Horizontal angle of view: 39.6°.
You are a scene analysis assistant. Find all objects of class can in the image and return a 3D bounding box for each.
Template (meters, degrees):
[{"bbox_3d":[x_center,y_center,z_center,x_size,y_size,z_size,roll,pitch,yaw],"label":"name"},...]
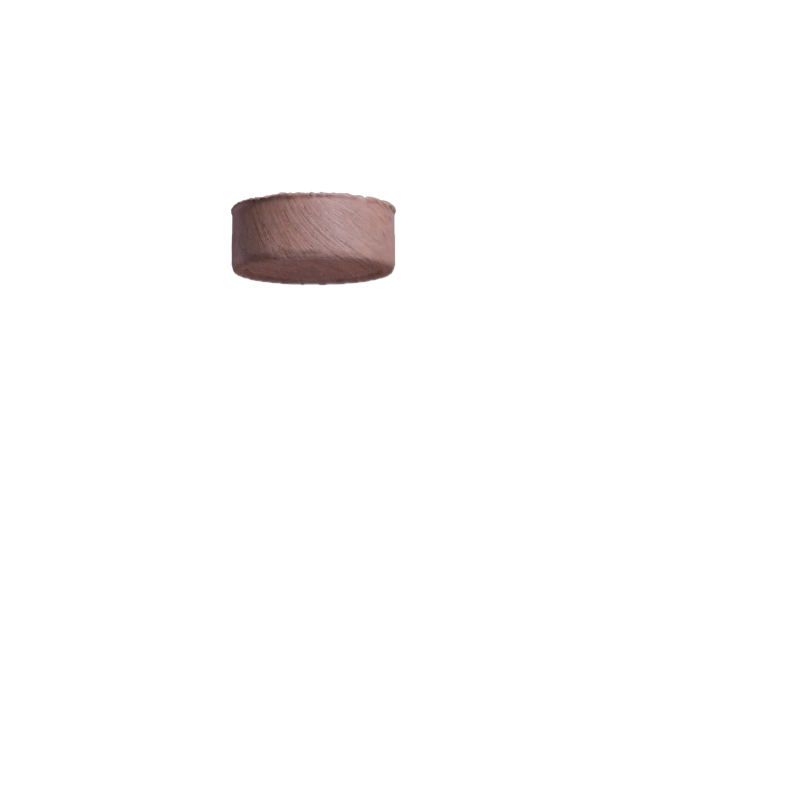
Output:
[{"bbox_3d":[-0.045,-0.082,0.574,0.086,0.034,0.084,0,-4,-2],"label":"can"}]
